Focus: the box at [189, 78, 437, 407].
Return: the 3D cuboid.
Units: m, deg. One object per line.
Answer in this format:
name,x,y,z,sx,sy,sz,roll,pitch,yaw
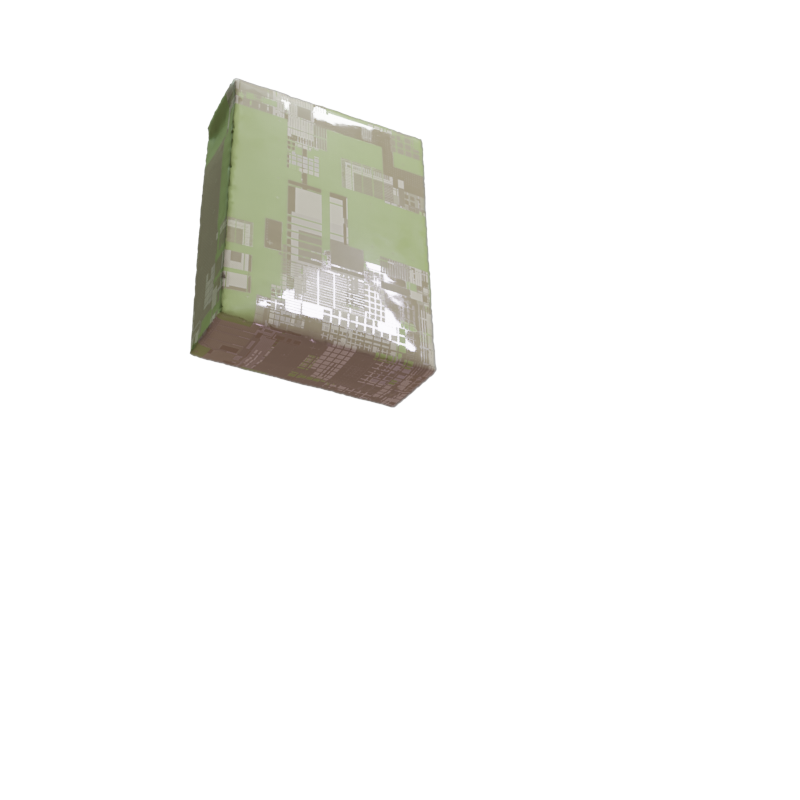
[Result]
box,-0.064,-0.117,0.816,0.158,0.229,0.070,14,-37,-22
